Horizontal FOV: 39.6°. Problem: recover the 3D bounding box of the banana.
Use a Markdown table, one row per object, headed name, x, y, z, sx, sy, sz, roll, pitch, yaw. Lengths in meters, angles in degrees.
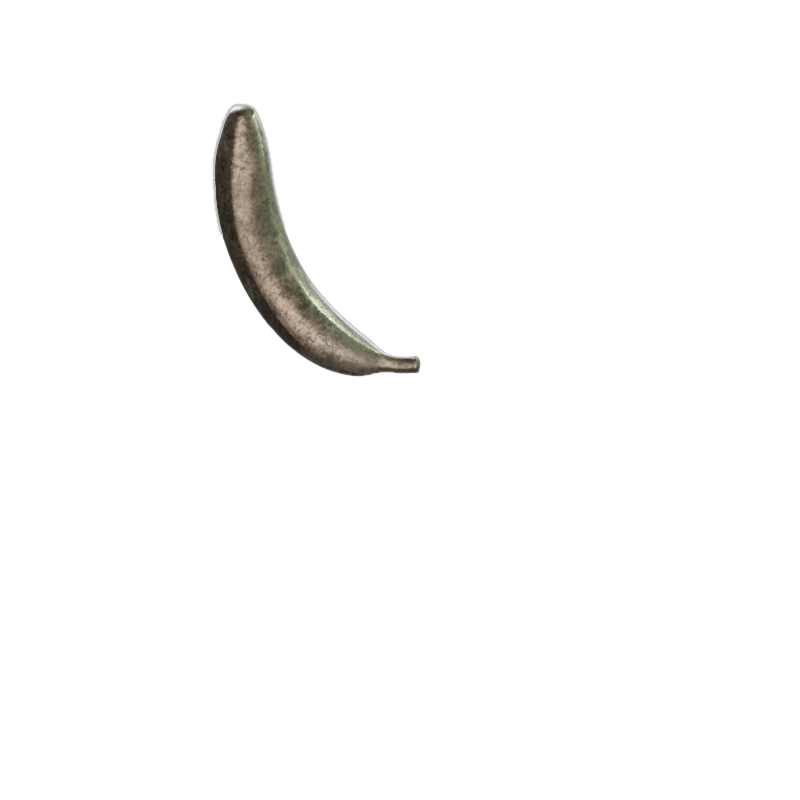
| name | x | y | z | sx | sy | sz | roll | pitch | yaw |
| --- | --- | --- | --- | --- | --- | --- | --- | --- | --- |
| banana | -0.066 | -0.084 | 0.676 | 0.069 | 0.190 | 0.038 | -32 | 16 | 10 |
